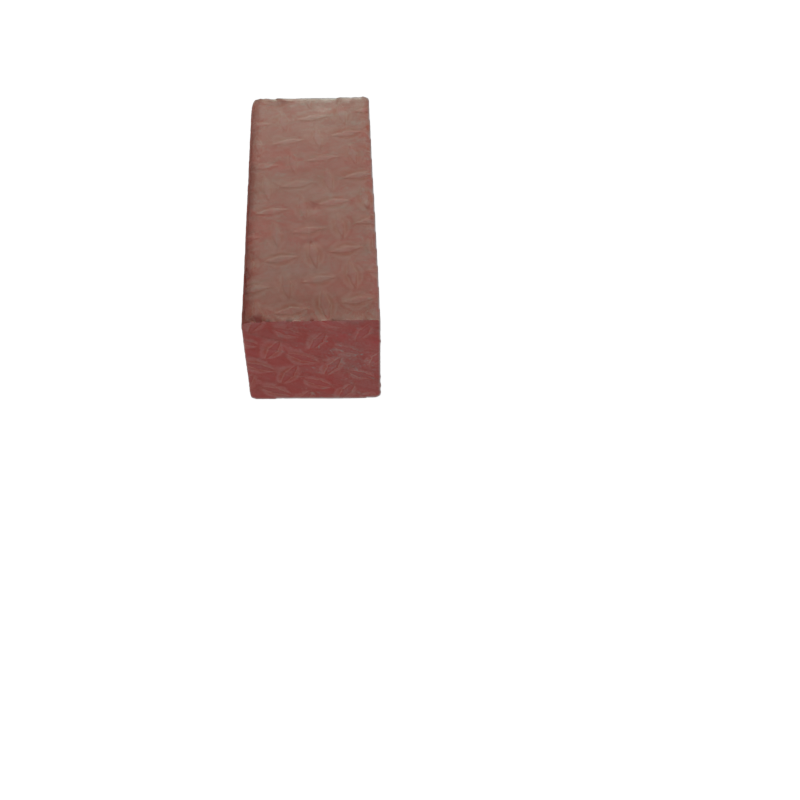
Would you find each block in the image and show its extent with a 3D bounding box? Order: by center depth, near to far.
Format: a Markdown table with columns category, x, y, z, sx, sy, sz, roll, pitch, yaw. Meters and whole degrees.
| category | x | y | z | sx | sy | sz | roll | pitch | yaw |
| --- | --- | --- | --- | --- | --- | --- | --- | --- | --- |
| block | -0.062 | -0.112 | 0.786 | 0.090 | 0.221 | 0.084 | -2 | -37 | -1 |
